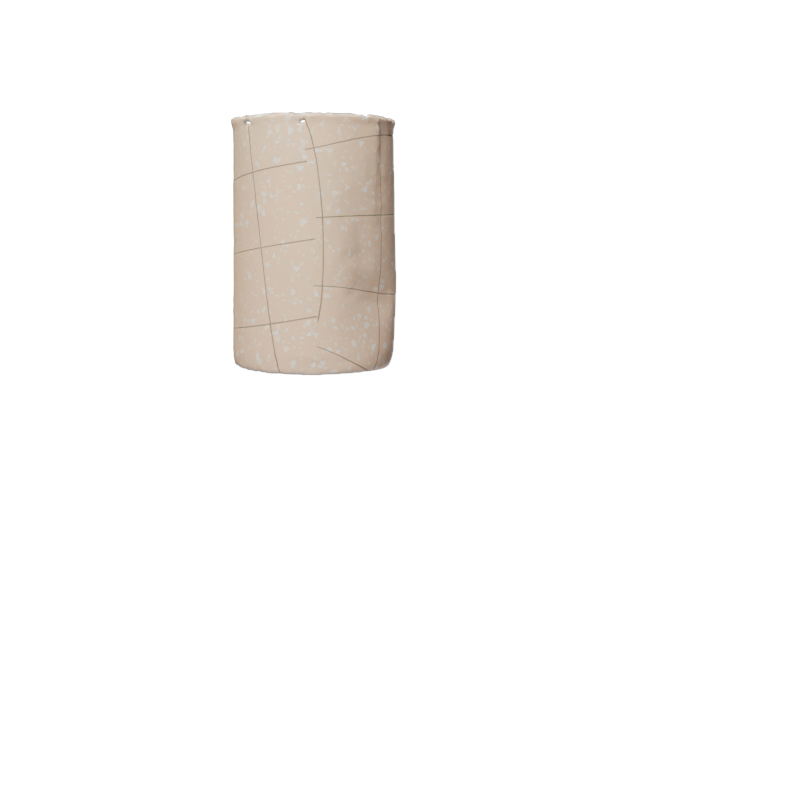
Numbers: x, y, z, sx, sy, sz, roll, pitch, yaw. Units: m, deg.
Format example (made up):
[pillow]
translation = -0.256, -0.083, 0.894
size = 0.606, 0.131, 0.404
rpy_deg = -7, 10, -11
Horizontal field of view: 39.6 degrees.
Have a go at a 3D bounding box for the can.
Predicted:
[can]
translation = -0.036, -0.066, 0.461
size = 0.068, 0.102, 0.069
rpy_deg = 0, 4, -2
